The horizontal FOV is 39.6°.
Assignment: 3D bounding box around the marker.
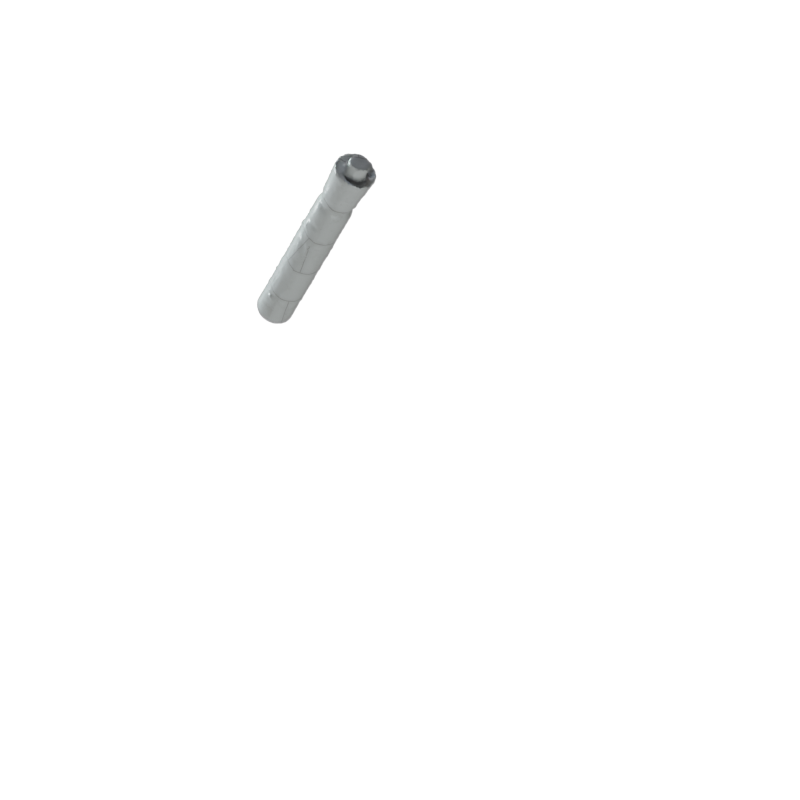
[{"bbox_3d":[-0.040,-0.073,0.510,0.019,0.021,0.117,-1,-27,-27],"label":"marker"}]
